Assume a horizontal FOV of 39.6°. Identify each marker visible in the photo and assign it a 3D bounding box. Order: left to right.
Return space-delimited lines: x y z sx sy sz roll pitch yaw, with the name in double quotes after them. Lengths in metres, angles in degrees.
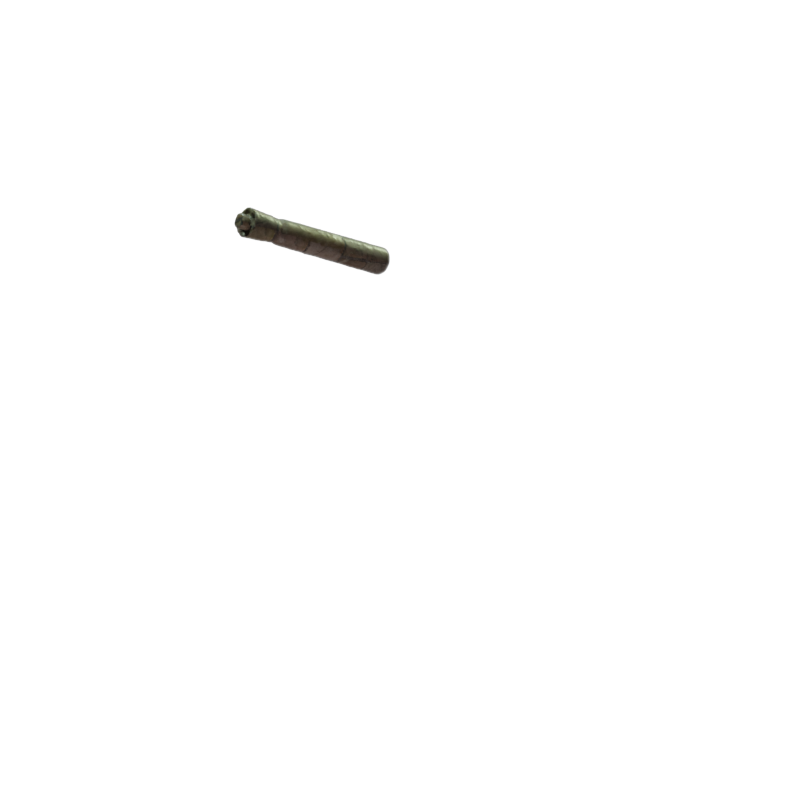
-0.055 -0.101 0.707 0.115 0.020 0.021 10 -4 -41 "marker"
